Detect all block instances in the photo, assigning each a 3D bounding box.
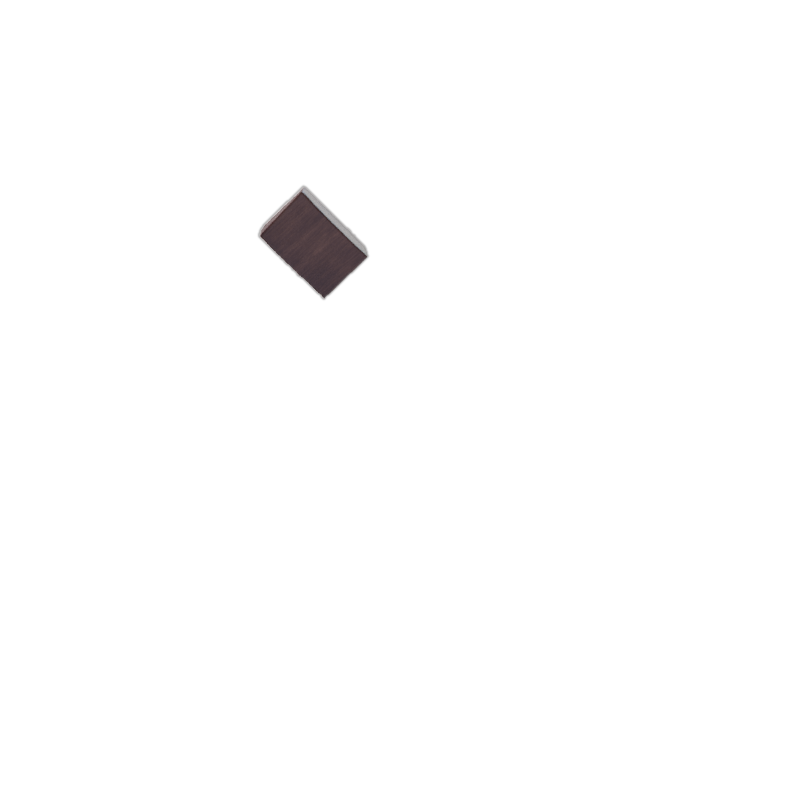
[{"bbox_3d":[-0.072,-0.132,0.923,0.052,0.076,0.053,-44,10,8],"label":"block"}]
